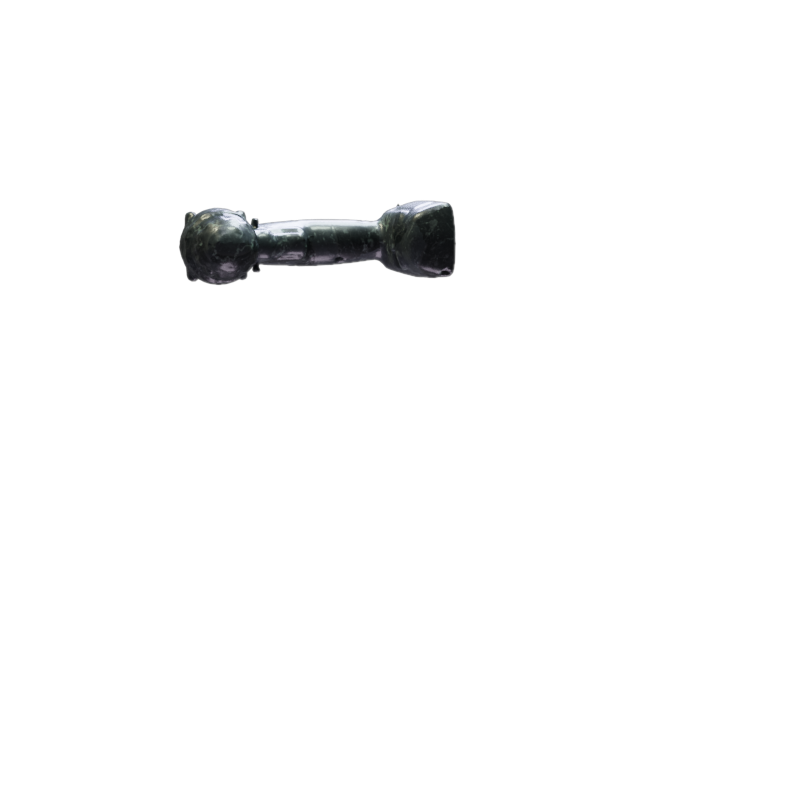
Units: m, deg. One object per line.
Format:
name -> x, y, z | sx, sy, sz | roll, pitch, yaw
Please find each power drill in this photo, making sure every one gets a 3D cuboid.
power drill -> -0.061, -0.111, 0.776 | 0.185, 0.057, 0.190 | -2, 10, -12
